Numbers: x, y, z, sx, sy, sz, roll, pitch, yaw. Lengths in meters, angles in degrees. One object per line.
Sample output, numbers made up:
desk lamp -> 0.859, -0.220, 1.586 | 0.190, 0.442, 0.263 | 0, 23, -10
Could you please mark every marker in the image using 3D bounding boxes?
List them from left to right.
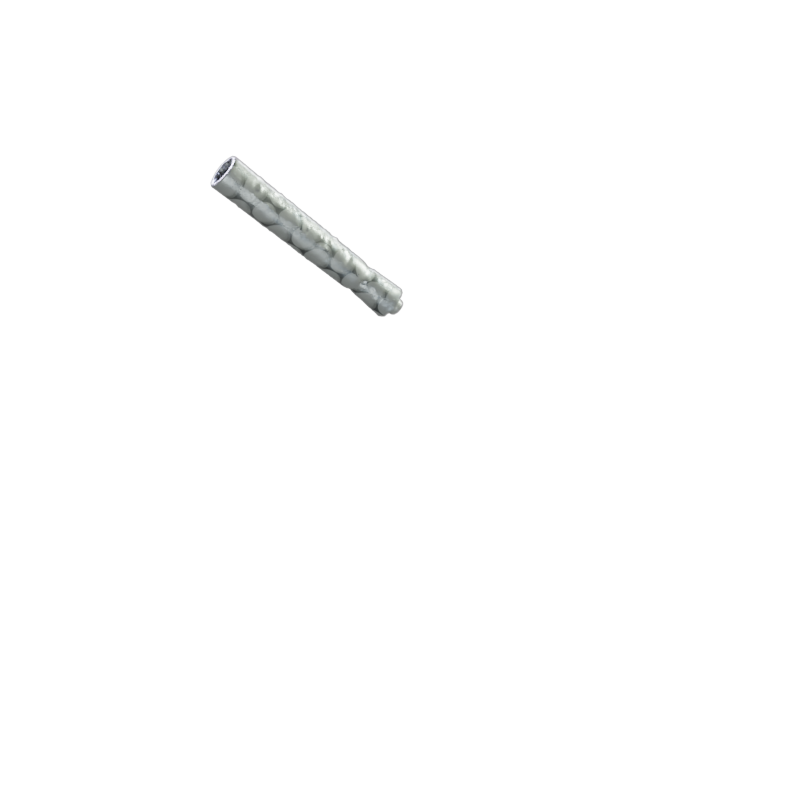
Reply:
marker -> -0.044, -0.080, 0.560 | 0.115, 0.020, 0.020 | 36, -14, -23
